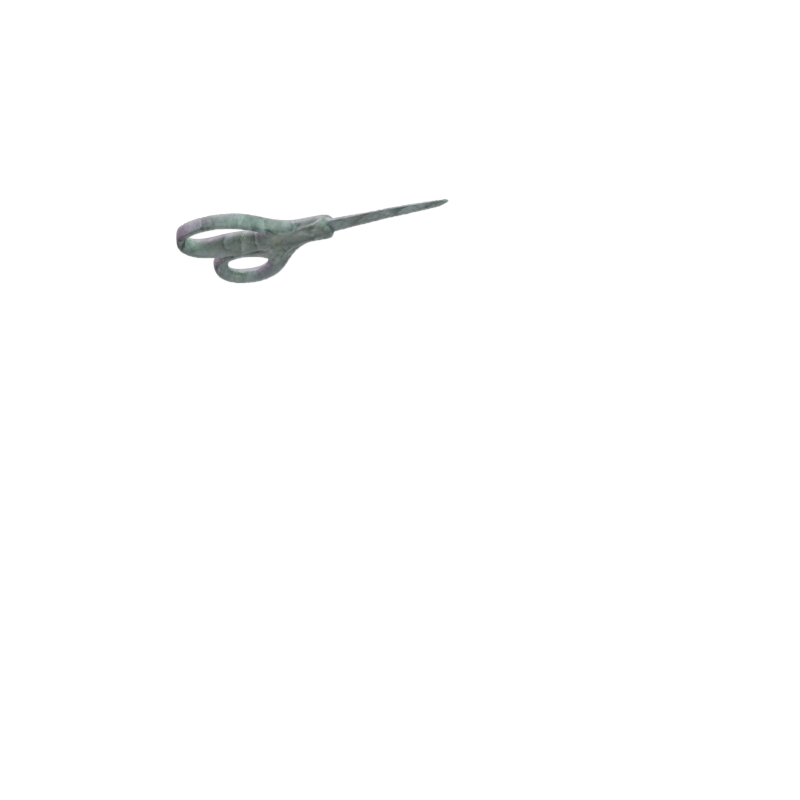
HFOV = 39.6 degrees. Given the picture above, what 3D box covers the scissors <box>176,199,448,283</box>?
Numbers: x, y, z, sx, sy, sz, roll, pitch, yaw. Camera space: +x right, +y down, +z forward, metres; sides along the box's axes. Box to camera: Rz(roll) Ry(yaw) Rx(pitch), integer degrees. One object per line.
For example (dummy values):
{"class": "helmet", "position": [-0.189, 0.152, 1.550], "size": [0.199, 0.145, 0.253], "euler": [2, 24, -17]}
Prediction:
{"class": "scissors", "position": [-0.065, -0.118, 0.828], "size": [0.203, 0.017, 0.090], "euler": [-2, -24, 5]}
